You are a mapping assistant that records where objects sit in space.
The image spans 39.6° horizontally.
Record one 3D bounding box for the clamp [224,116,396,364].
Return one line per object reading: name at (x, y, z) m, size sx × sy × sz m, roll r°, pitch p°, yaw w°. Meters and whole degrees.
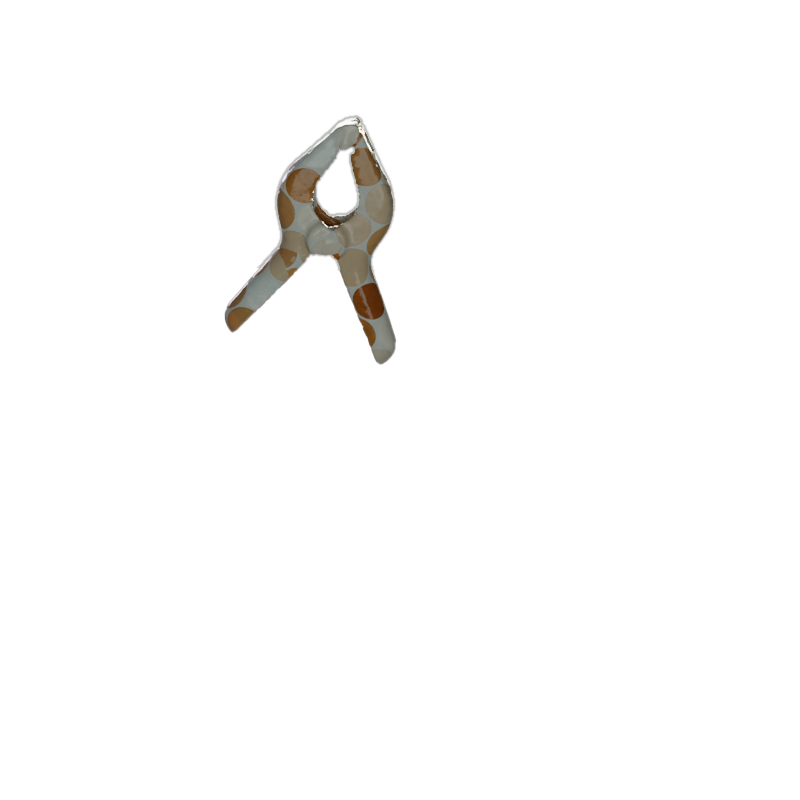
clamp at (-0.059, -0.108, 0.755) m, size 0.120 × 0.165 × 0.041 m, roll 3°, pitch 16°, yaw -1°
